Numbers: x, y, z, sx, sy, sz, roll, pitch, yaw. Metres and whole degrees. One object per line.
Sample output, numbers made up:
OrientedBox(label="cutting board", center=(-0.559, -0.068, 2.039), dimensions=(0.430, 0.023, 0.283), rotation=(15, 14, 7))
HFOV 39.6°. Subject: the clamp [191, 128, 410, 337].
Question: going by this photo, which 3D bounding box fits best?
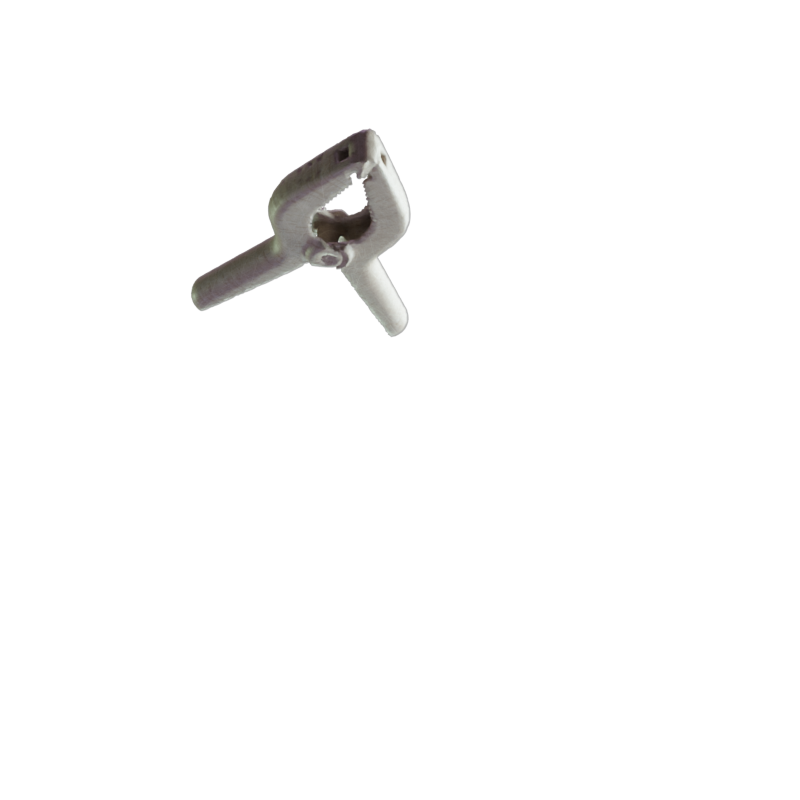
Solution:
OrientedBox(label="clamp", center=(-0.060, -0.109, 0.763), dimensions=(0.163, 0.039, 0.199), rotation=(4, -30, -8))
